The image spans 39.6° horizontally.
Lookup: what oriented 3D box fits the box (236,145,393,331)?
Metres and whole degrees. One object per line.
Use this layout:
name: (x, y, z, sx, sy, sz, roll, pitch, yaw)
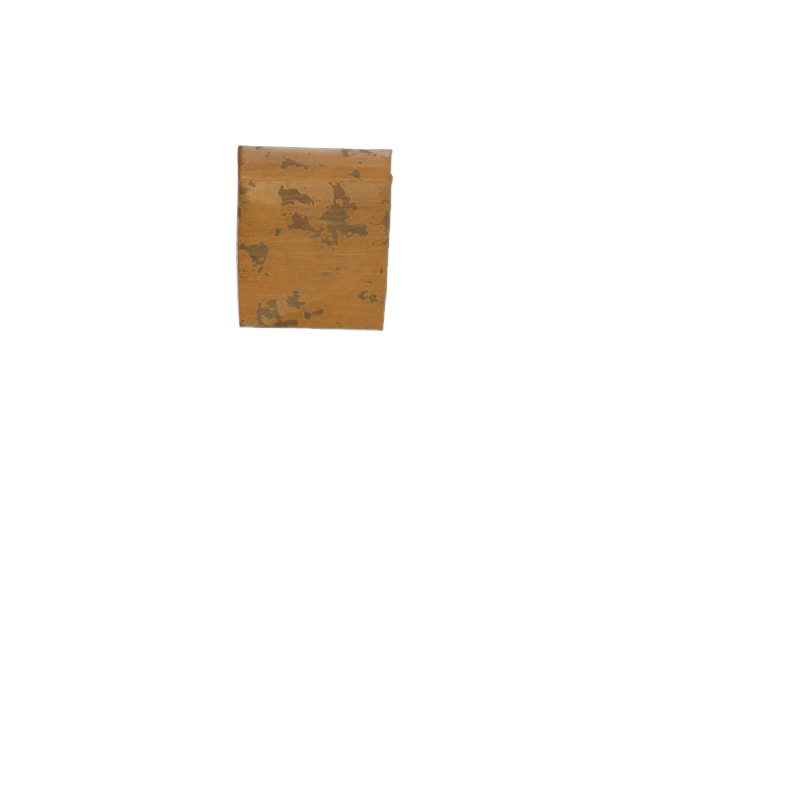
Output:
box: (-0.051, -0.093, 0.652, 0.090, 0.106, 0.042, 2, 41, -2)
